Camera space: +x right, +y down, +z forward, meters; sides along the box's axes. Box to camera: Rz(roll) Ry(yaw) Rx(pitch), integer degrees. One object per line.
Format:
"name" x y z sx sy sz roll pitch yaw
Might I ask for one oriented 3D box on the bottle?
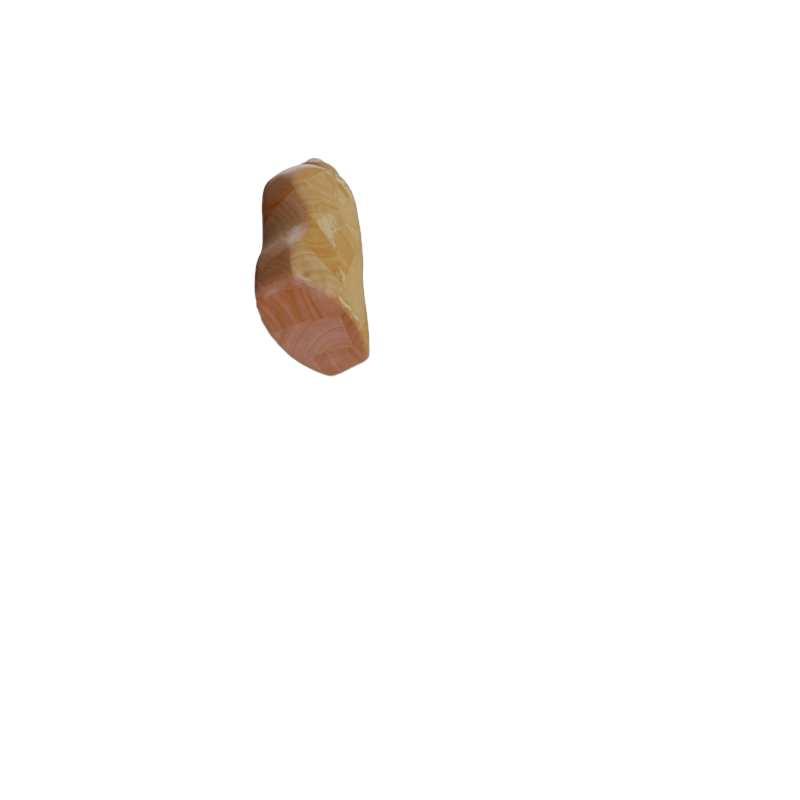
"bottle" -0.062 -0.114 0.797 0.058 0.206 0.089 -29 -52 21
